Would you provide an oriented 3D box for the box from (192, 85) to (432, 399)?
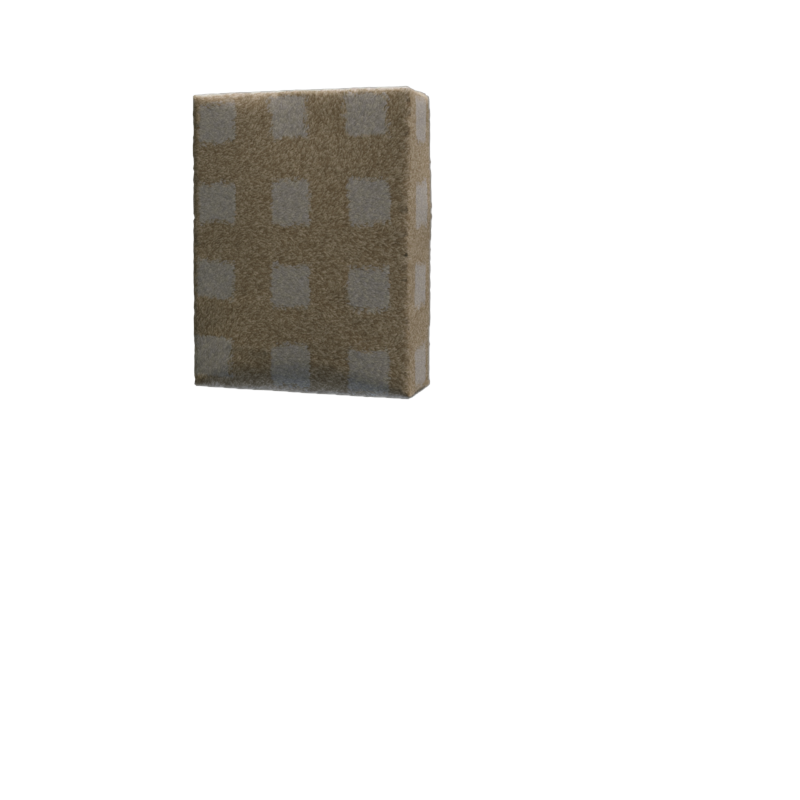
[{"bbox_3d":[-0.063,-0.115,0.803,0.168,0.213,0.070,2,3,18],"label":"box"}]
